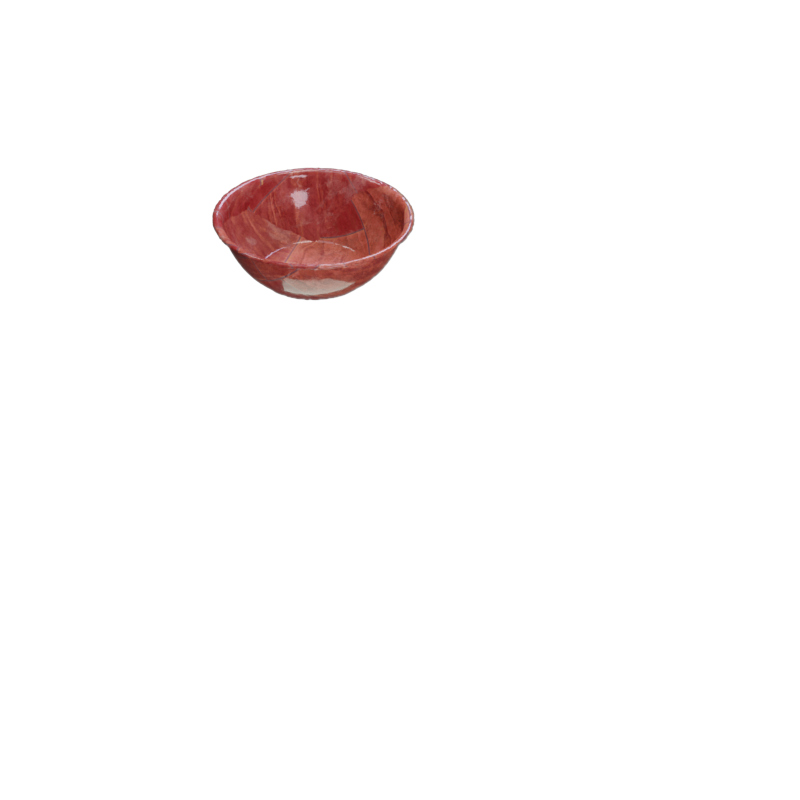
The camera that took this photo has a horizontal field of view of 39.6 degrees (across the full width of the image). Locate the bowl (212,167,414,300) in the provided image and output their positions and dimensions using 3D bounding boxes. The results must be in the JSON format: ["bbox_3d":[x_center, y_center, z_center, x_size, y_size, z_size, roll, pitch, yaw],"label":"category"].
[{"bbox_3d":[-0.070,-0.128,0.899,0.162,0.052,0.173,-1,36,-2],"label":"bowl"}]
